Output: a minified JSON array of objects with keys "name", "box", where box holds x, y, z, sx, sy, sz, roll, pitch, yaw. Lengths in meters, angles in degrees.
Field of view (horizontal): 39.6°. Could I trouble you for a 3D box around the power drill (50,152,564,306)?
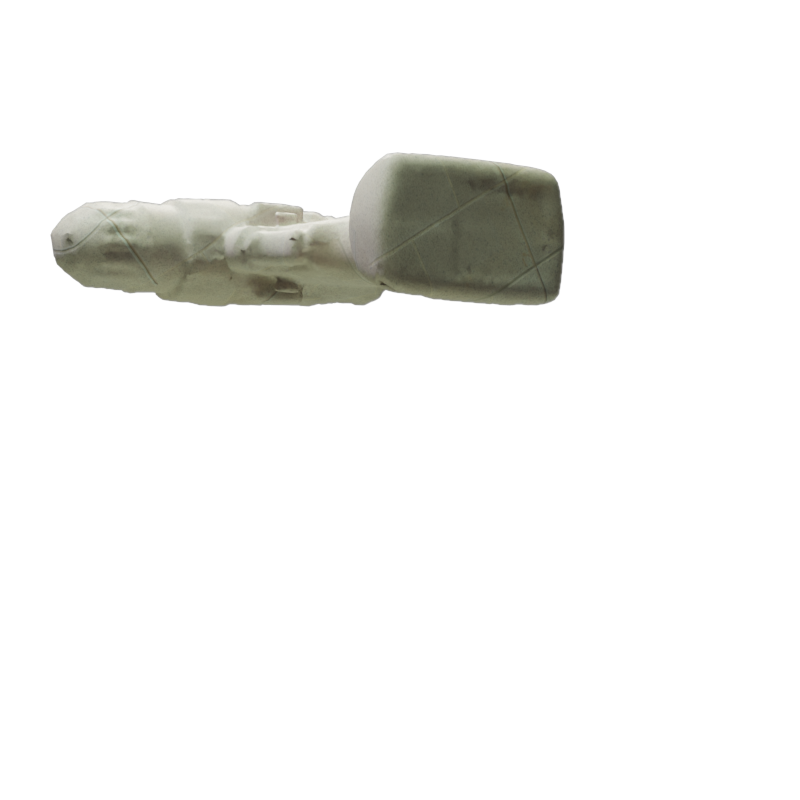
[{"name":"power drill","box":[-0.038,-0.070,0.492,0.178,0.057,0.195,-3,5,-38]}]
